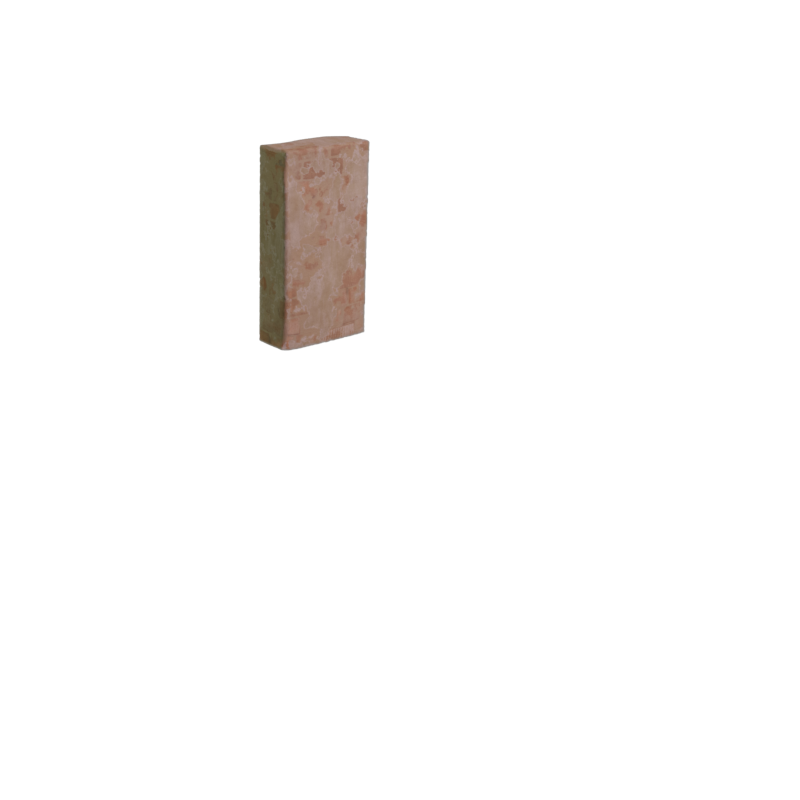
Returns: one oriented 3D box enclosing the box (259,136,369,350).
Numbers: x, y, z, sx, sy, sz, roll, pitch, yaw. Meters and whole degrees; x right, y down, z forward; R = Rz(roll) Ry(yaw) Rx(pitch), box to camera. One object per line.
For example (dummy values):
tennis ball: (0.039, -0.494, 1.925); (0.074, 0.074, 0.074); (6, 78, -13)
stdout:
box: (-0.075, -0.137, 0.960); (0.091, 0.170, 0.051); (-12, 19, -39)
